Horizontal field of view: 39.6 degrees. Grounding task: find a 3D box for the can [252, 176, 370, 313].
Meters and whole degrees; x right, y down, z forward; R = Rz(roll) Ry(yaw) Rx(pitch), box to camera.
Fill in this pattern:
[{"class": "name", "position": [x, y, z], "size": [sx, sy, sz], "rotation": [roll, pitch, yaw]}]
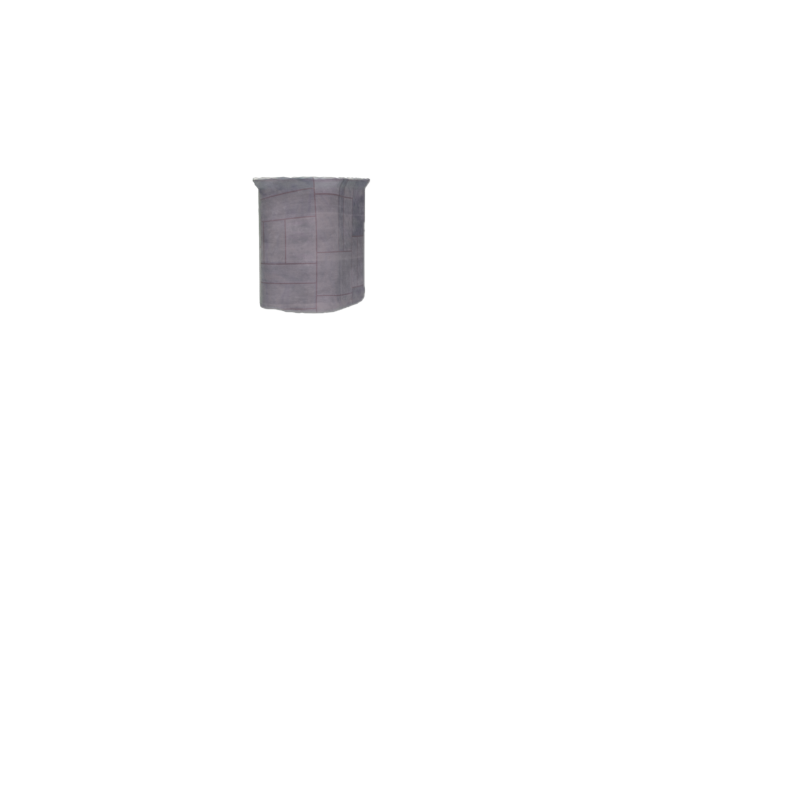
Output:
[{"class": "can", "position": [-0.056, -0.103, 0.721], "size": [0.059, 0.083, 0.101], "rotation": [2, 7, 15]}]
